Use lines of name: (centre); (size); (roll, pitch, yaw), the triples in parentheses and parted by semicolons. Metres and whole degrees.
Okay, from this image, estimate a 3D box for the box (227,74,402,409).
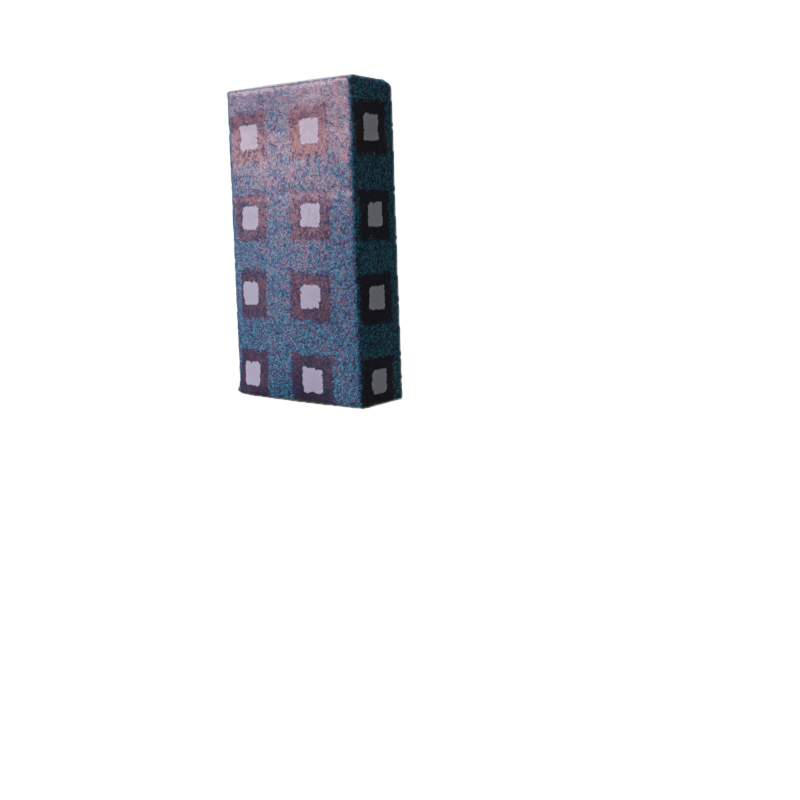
box: (-0.048, -0.089, 0.620); (0.097, 0.176, 0.046); (1, 1, 38)
